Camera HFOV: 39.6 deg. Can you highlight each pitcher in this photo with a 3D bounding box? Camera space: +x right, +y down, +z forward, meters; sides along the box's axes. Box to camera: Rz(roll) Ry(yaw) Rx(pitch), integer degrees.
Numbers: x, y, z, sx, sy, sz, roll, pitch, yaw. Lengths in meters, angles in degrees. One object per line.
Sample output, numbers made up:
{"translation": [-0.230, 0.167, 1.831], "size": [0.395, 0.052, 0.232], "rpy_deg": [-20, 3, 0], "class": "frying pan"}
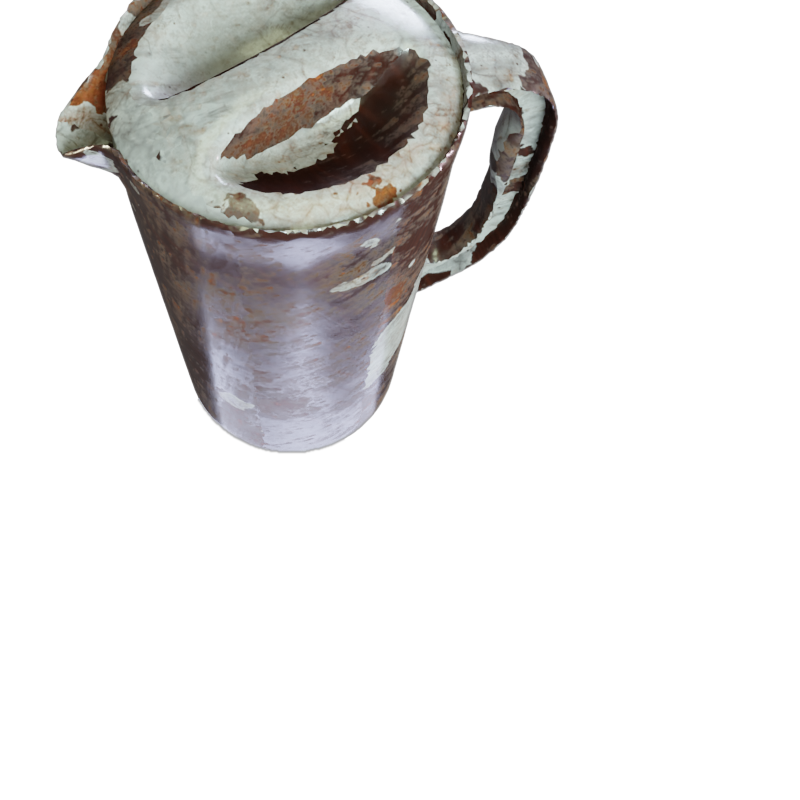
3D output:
{"translation": [-0.038, -0.070, 0.488], "size": [0.154, 0.149, 0.229], "rpy_deg": [31, -24, 12], "class": "pitcher"}
